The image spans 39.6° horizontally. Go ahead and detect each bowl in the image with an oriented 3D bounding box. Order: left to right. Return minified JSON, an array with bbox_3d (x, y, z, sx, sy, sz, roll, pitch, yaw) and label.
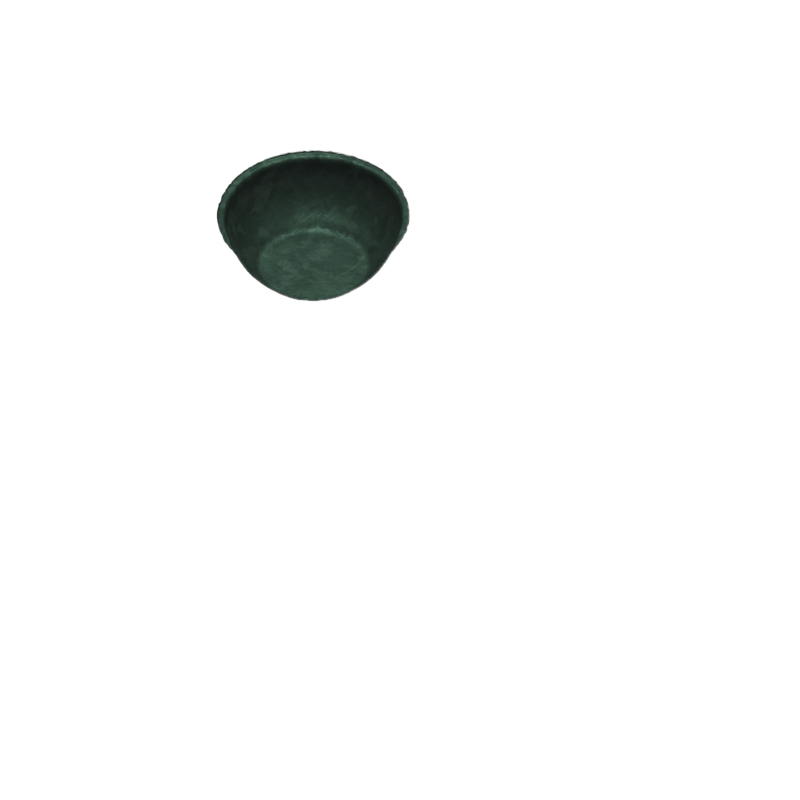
[{"bbox_3d":[-0.072,-0.131,0.915,0.162,0.059,0.151,1,-36,-2],"label":"bowl"}]
